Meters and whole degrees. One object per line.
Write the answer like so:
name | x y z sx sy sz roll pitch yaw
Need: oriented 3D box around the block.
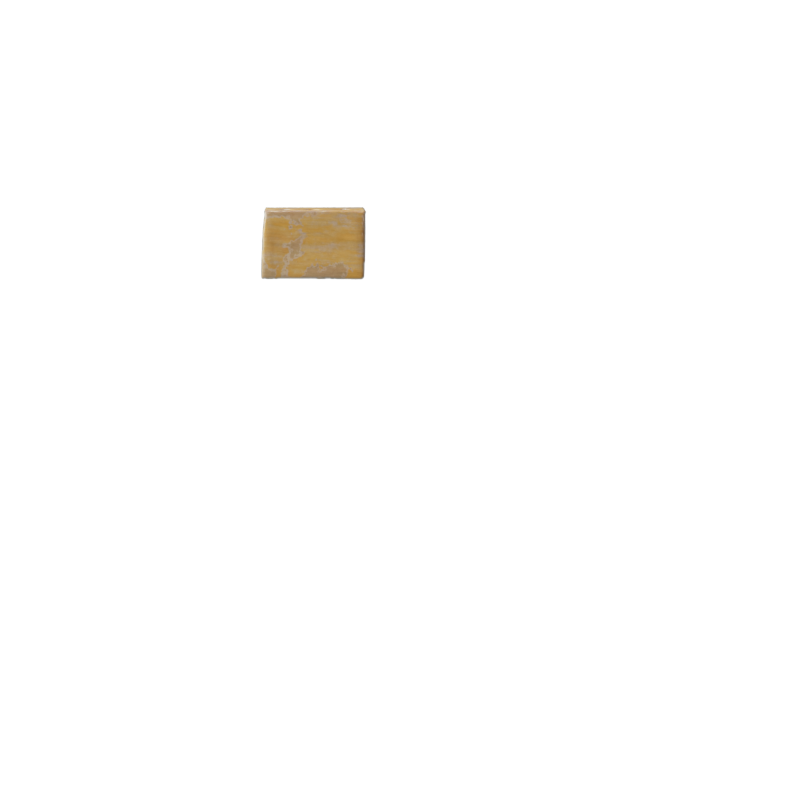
block | -0.066 -0.121 0.846 0.078 0.050 0.054 0 10 -2
